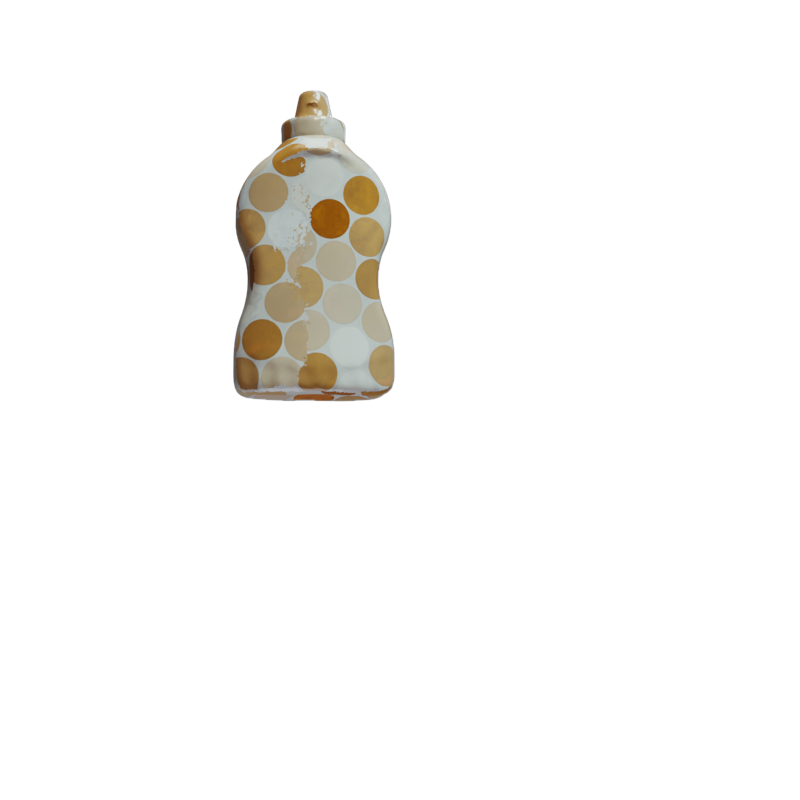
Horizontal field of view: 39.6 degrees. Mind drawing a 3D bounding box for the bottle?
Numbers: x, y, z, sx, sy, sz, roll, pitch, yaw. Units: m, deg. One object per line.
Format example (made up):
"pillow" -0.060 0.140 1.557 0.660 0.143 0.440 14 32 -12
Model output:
"bottle" -0.053 -0.098 0.683 0.095 0.198 0.057 0 -13 -6
